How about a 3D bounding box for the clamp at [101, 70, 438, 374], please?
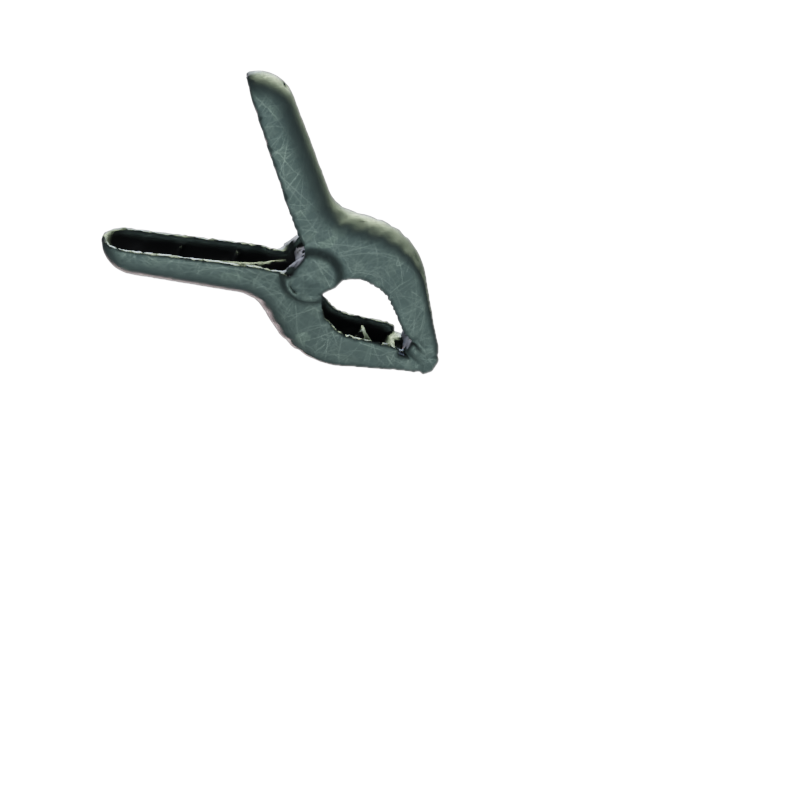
[{"bbox_3d":[-0.041,-0.075,0.526,0.164,0.117,0.042,27,33,-20],"label":"clamp"}]
